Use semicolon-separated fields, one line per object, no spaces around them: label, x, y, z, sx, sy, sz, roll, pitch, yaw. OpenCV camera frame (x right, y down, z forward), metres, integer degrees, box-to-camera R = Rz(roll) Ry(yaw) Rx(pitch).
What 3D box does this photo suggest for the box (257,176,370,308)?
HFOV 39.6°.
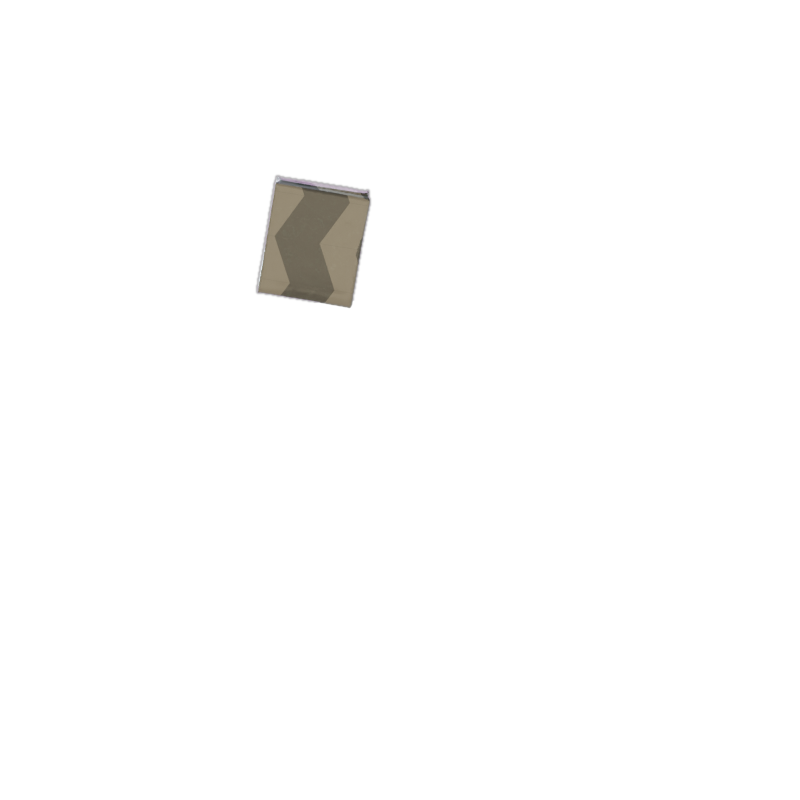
box;-0.066;-0.120;0.841;0.073;0.087;0.031;9;14;-3
